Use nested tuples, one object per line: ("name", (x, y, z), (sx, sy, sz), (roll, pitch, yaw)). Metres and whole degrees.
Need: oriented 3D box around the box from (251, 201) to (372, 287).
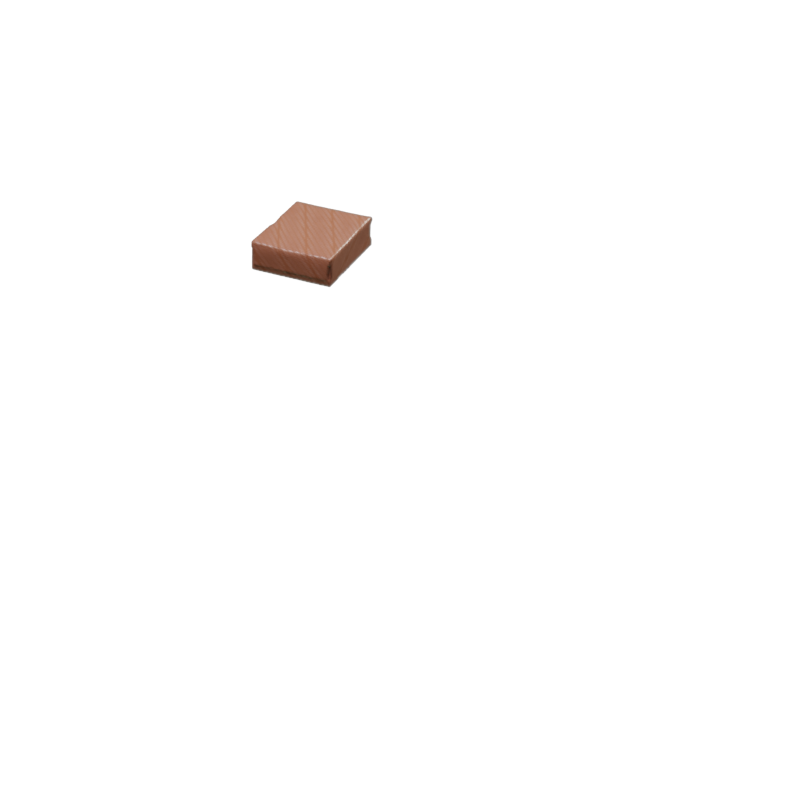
("box", (-0.073, -0.134, 0.936), (0.076, 0.028, 0.092), (14, 36, 19))
